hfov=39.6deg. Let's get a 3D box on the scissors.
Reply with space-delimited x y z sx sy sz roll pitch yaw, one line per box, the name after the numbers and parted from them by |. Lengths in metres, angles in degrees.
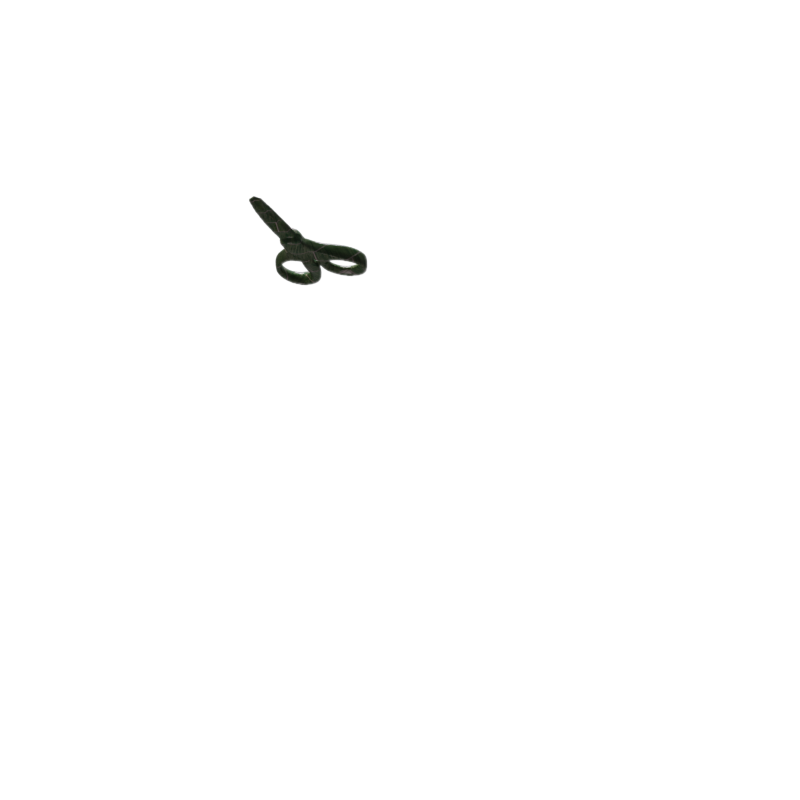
-0.078 -0.142 0.995 0.096 0.016 0.193 0 -14 -1 | scissors
